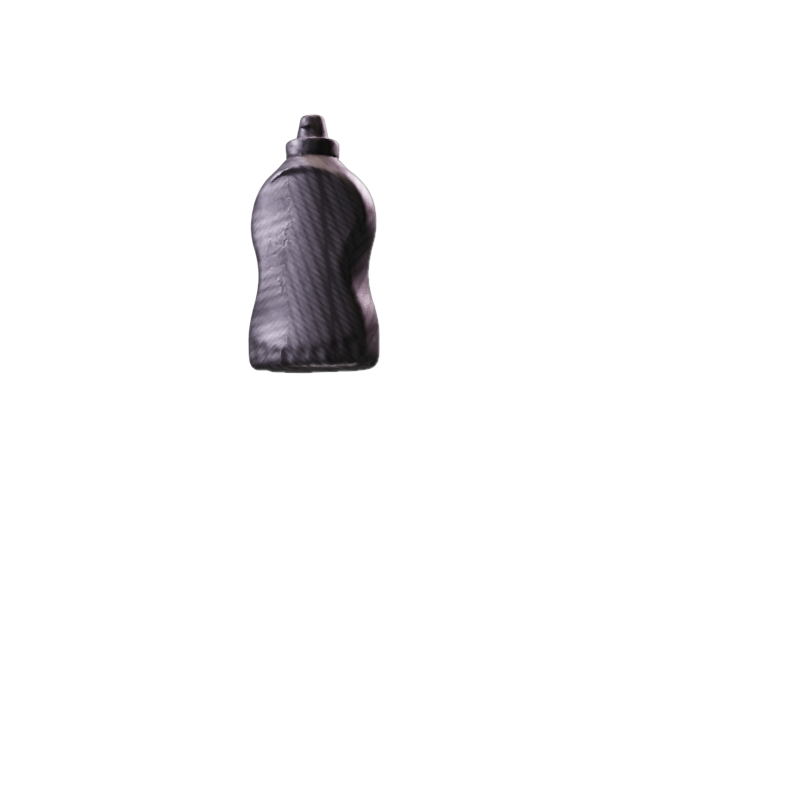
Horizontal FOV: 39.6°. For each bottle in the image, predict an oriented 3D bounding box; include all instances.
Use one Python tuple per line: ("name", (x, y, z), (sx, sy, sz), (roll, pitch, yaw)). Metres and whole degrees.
("bottle", (-0.065, -0.118, 0.825), (0.099, 0.196, 0.055), (-5, -10, 26))
